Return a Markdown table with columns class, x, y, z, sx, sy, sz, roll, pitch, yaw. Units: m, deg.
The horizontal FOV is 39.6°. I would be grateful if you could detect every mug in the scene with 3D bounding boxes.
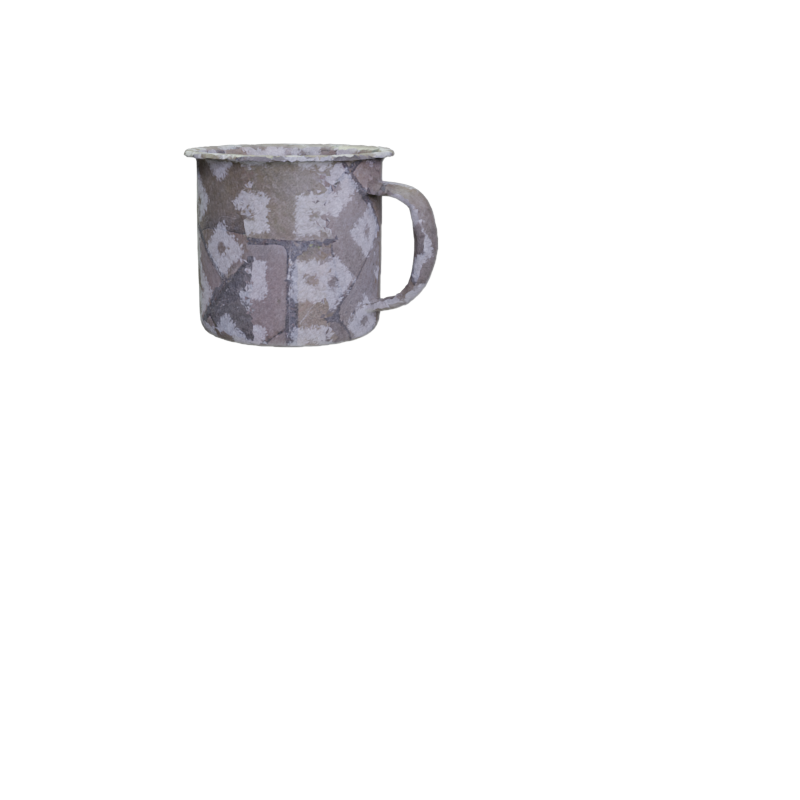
| class | x | y | z | sx | sy | sz | roll | pitch | yaw |
| --- | --- | --- | --- | --- | --- | --- | --- | --- | --- |
| mug | -0.038 | -0.070 | 0.490 | 0.121 | 0.080 | 0.092 | 7 | 14 | 25 |
